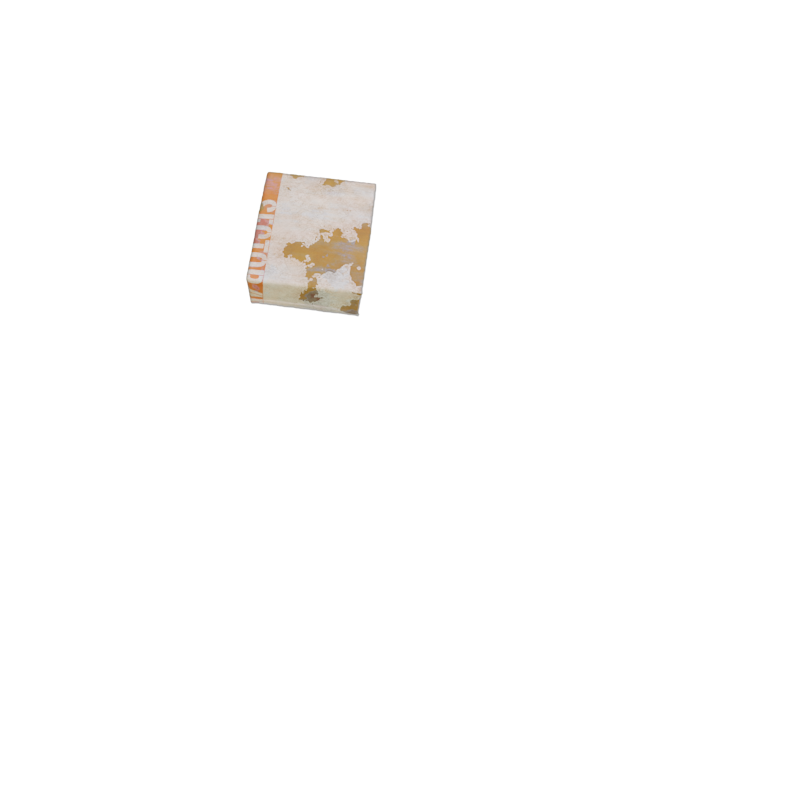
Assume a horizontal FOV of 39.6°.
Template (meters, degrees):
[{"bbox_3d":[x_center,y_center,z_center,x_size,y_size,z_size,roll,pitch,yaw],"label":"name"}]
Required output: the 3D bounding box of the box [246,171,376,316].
[{"bbox_3d":[-0.069,-0.125,0.879,0.090,0.121,0.036,5,-33,3],"label":"box"}]
